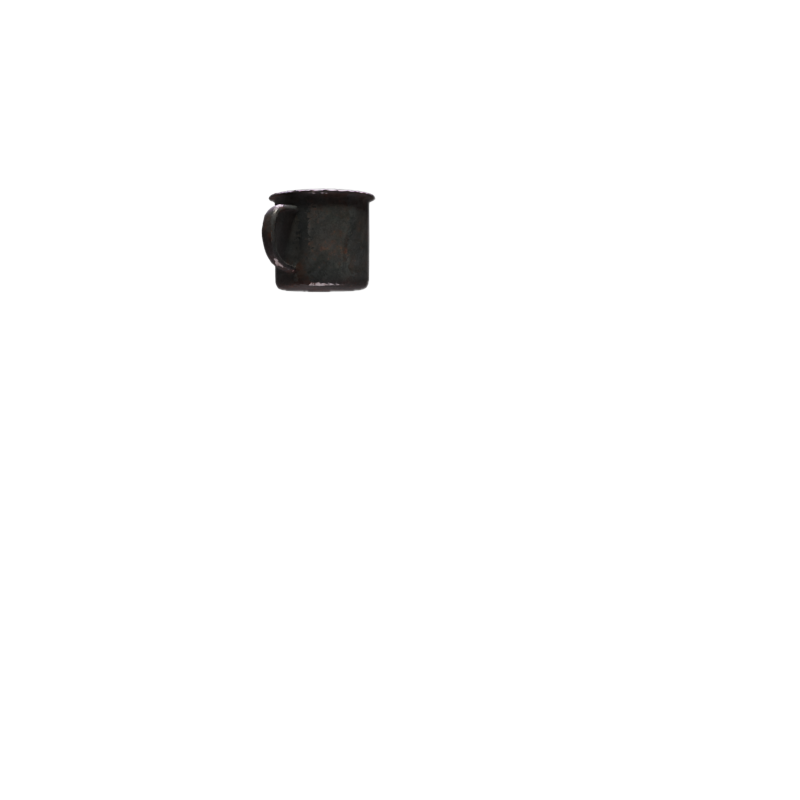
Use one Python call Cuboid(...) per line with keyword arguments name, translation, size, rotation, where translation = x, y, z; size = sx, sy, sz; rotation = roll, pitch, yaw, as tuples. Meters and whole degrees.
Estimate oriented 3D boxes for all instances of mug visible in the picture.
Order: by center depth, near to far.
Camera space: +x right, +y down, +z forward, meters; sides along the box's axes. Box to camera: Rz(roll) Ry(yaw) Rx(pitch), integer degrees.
Cuboid(name="mug", translation=(-0.075, -0.136, 0.954), size=(0.096, 0.082, 0.112), rotation=(-1, -2, 36))
